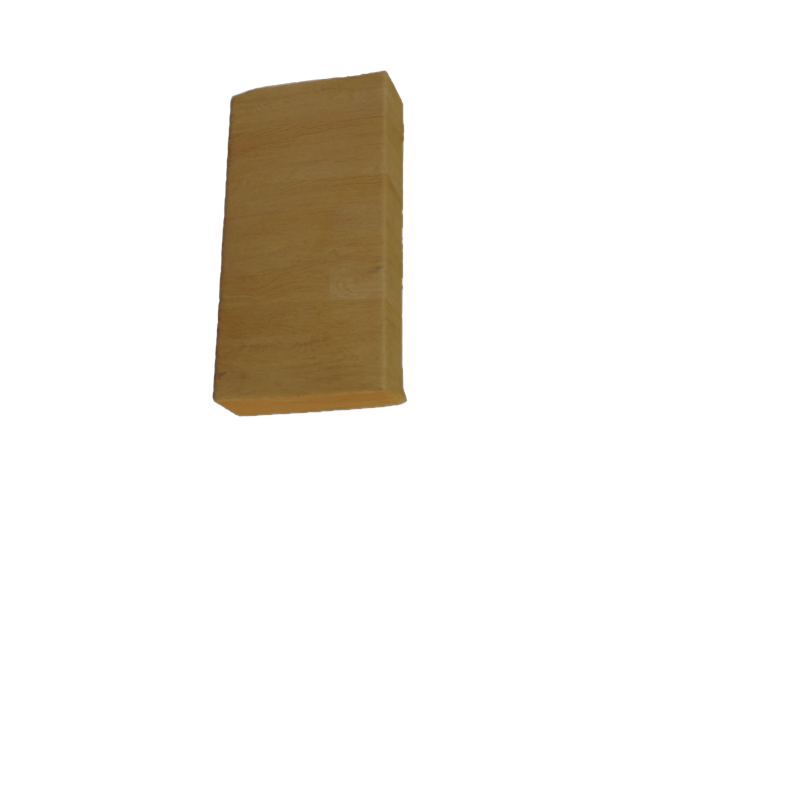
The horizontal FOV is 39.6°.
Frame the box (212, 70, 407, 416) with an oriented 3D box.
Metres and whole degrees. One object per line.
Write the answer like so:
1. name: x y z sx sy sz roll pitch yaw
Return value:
1. box: -0.046 -0.084 0.585 0.095 0.184 0.045 -6 -19 15
